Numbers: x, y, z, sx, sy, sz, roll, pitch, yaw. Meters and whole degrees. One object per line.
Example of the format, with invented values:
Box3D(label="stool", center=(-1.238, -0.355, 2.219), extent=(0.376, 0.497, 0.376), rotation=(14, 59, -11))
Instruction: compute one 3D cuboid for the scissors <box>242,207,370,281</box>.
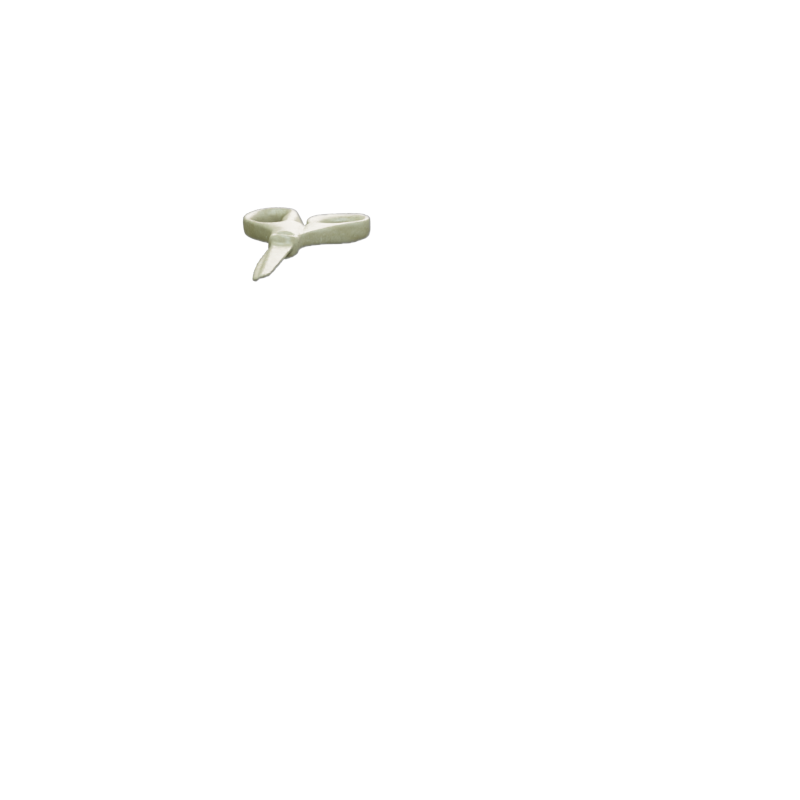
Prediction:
Box3D(label="scissors", center=(-0.055, -0.100, 0.698), extent=(0.095, 0.015, 0.211), rotation=(-4, 19, -11))
